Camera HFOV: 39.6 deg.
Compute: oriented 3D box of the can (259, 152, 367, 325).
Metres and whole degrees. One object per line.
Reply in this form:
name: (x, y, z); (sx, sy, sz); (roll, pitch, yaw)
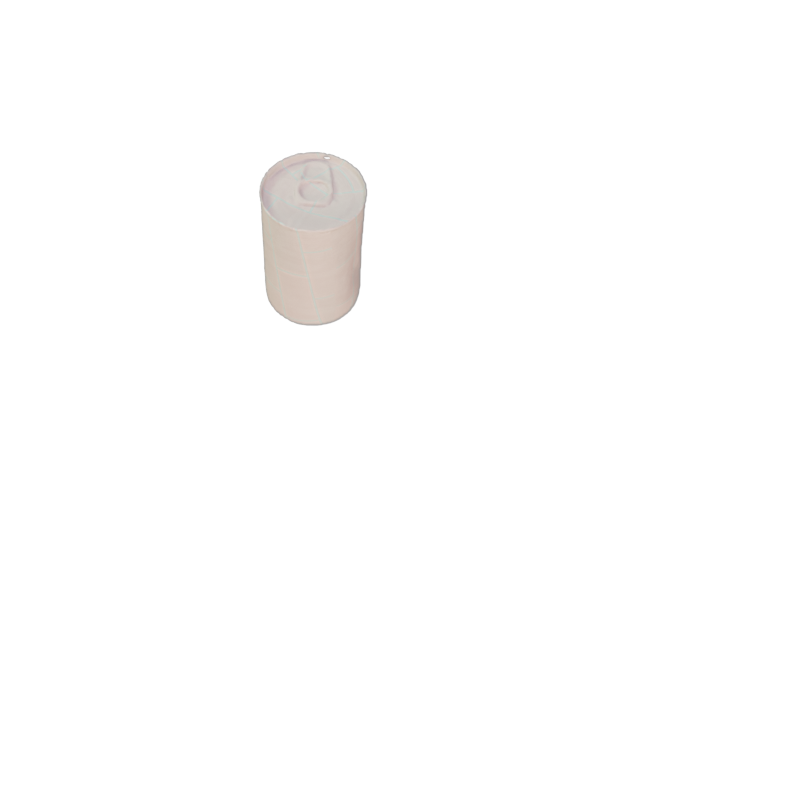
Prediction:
can: (-0.057, -0.105, 0.734); (0.068, 0.073, 0.095); (0, -35, -3)
